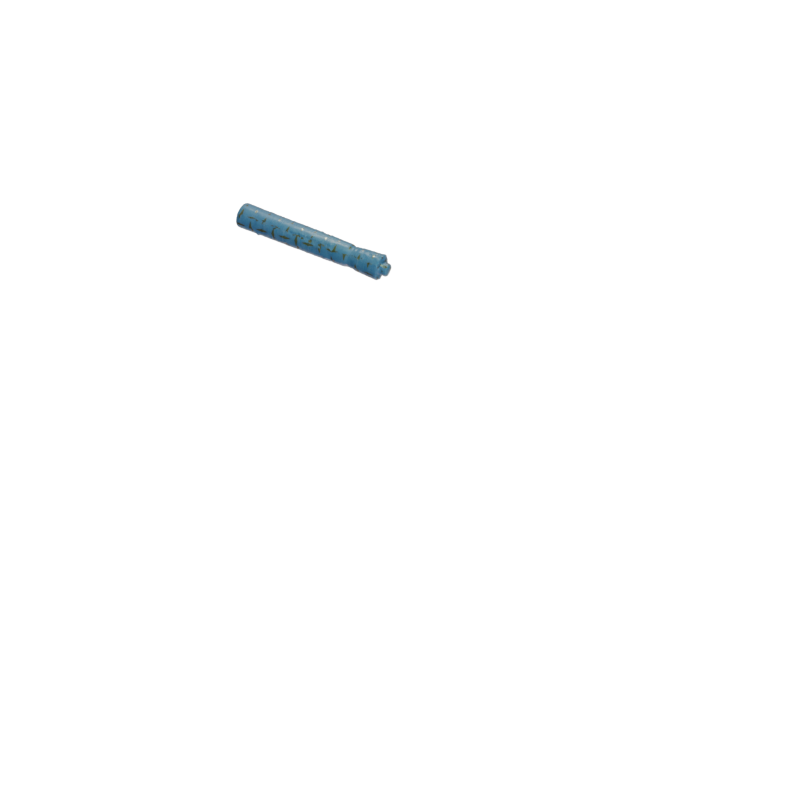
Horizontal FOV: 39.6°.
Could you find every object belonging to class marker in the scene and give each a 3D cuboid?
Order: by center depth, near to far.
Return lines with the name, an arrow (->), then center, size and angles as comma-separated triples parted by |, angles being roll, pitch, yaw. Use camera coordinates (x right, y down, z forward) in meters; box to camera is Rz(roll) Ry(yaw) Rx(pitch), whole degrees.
marker -> -0.062, -0.113, 0.790 | 0.126, 0.019, 0.019 | 23, 12, 22
